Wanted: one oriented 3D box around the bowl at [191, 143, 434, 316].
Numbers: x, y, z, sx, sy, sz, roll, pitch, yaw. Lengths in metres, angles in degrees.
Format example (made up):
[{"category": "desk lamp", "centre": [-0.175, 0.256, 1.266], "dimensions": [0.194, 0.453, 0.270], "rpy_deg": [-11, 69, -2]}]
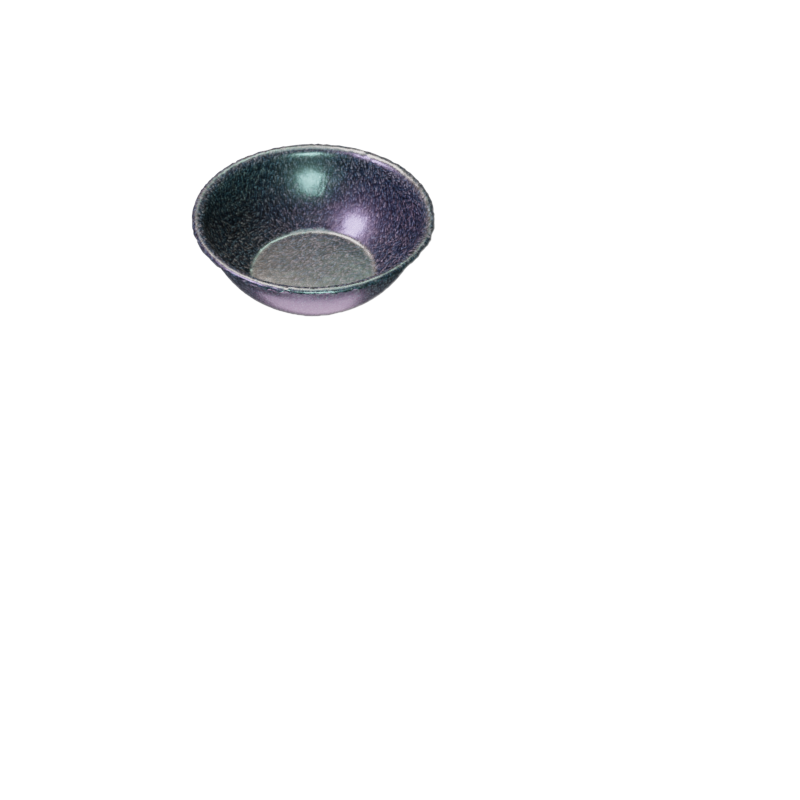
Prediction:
[{"category": "bowl", "centre": [-0.059, -0.107, 0.752], "dimensions": [0.162, 0.051, 0.174], "rpy_deg": [-1, 44, -1]}]
